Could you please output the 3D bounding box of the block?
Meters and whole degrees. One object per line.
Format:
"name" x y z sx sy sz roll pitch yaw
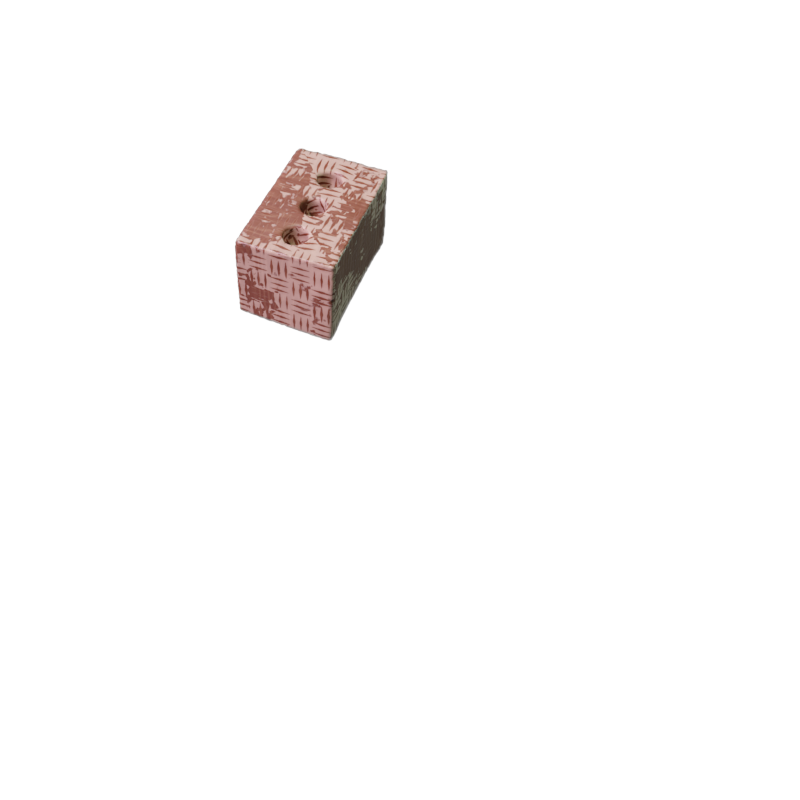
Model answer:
"block" -0.044 -0.081 0.565 0.054 0.081 0.048 16 -40 12
